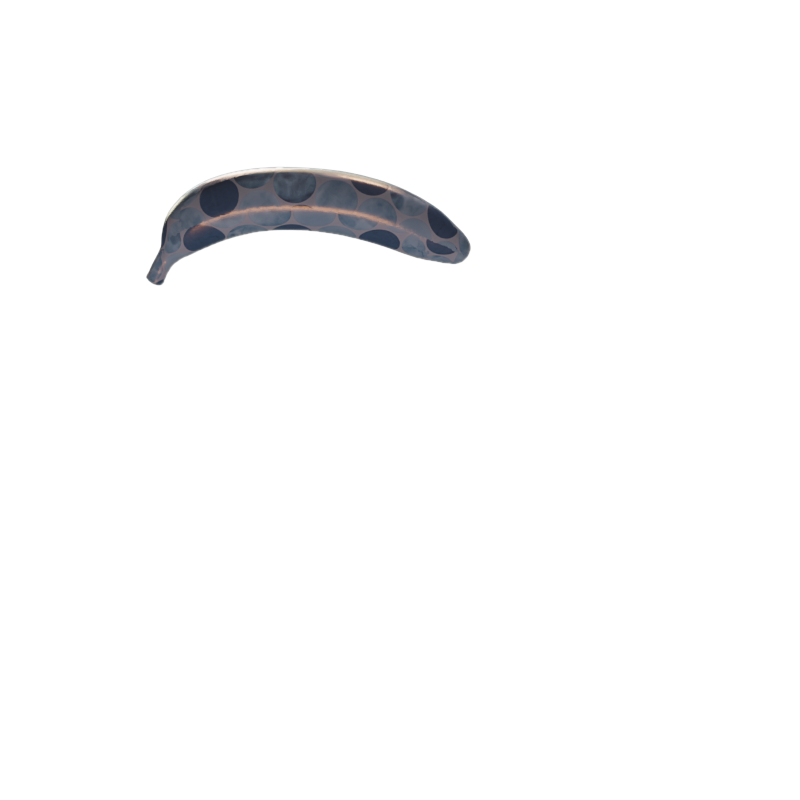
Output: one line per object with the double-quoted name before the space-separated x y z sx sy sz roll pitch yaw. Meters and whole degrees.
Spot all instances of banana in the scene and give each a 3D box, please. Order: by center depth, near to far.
"banana" -0.057 -0.109 0.663 0.198 0.065 0.039 -2 44 2
